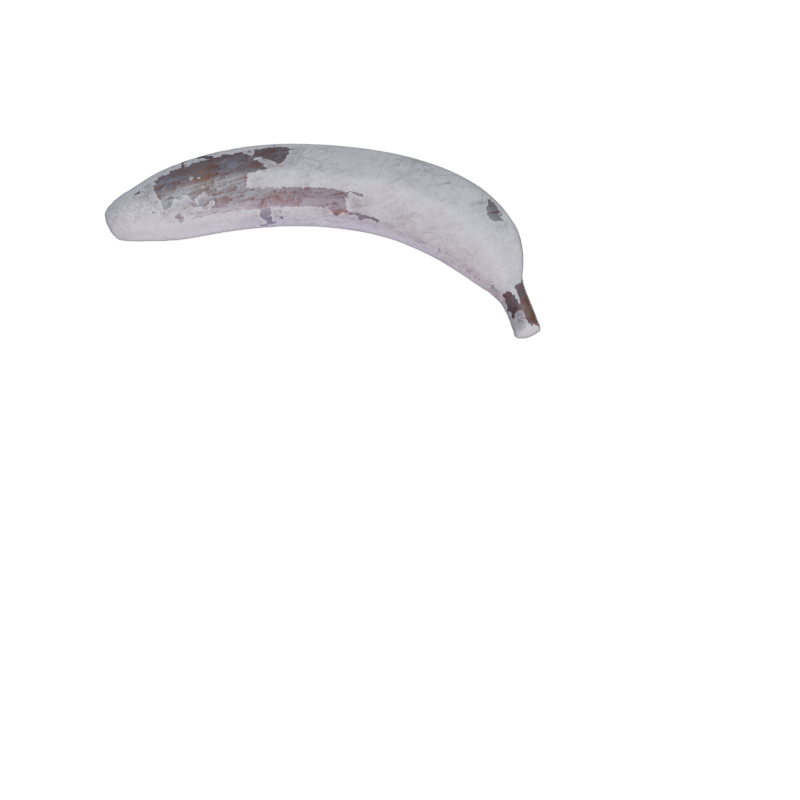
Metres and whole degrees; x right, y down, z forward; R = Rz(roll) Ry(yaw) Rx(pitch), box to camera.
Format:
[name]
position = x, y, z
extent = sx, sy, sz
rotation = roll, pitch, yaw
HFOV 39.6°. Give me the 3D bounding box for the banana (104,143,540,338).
[banana]
position = -0.030, -0.084, 0.494
extent = 0.201, 0.073, 0.034
rotation = 13, -34, 9
